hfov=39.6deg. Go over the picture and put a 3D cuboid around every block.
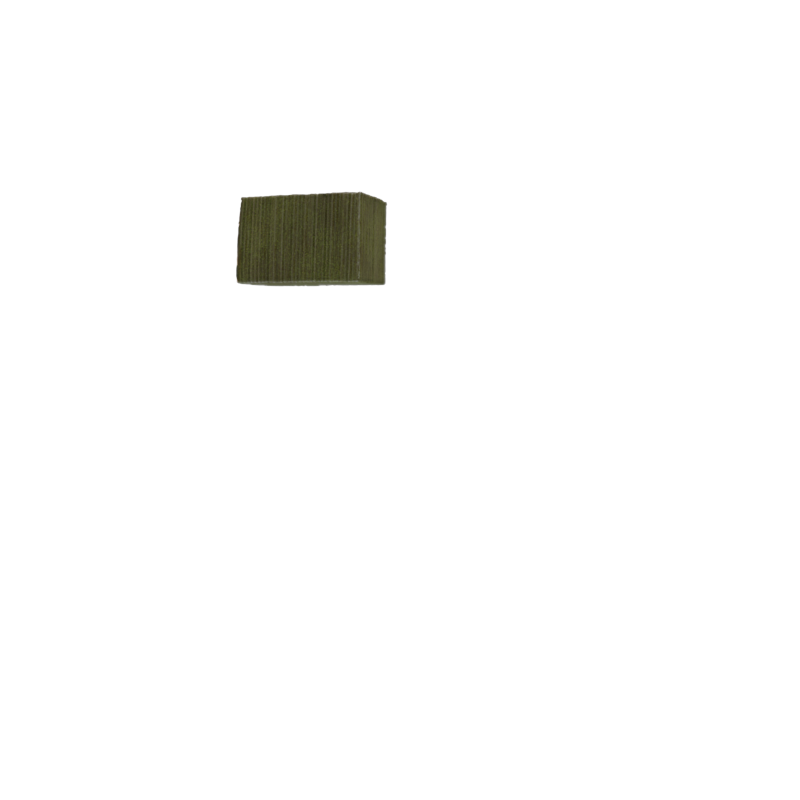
[{"bbox_3d":[-0.052,-0.094,0.660,0.080,0.052,0.051,0,0,19],"label":"block"}]
